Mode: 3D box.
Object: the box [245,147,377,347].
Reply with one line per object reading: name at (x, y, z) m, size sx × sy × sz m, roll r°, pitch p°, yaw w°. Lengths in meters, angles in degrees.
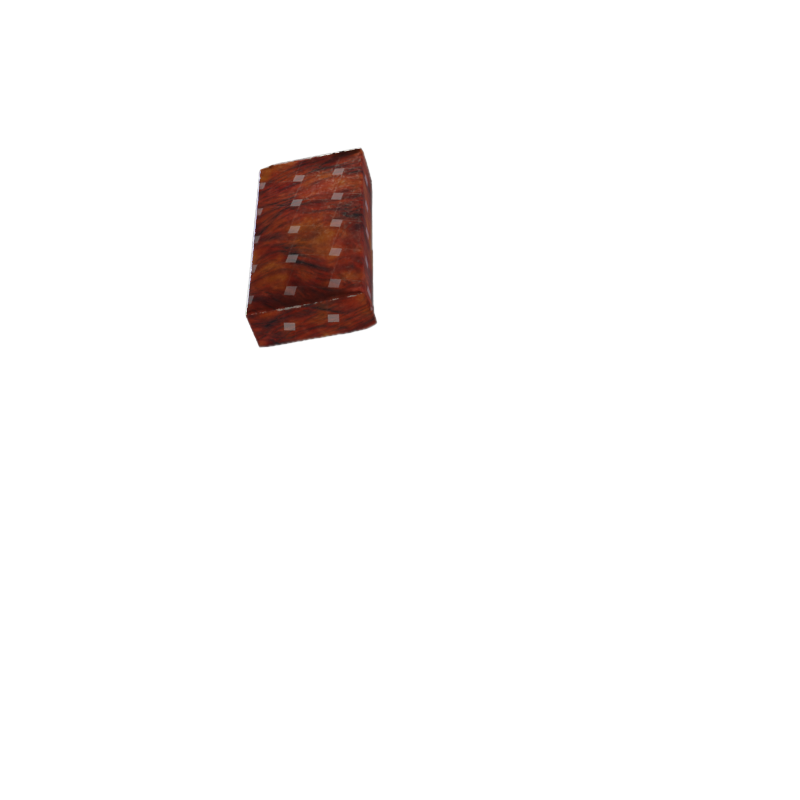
box at (-0.069, -0.126, 0.878) m, size 0.094 × 0.189 × 0.044 m, roll -11°, pitch -43°, yaw 8°
